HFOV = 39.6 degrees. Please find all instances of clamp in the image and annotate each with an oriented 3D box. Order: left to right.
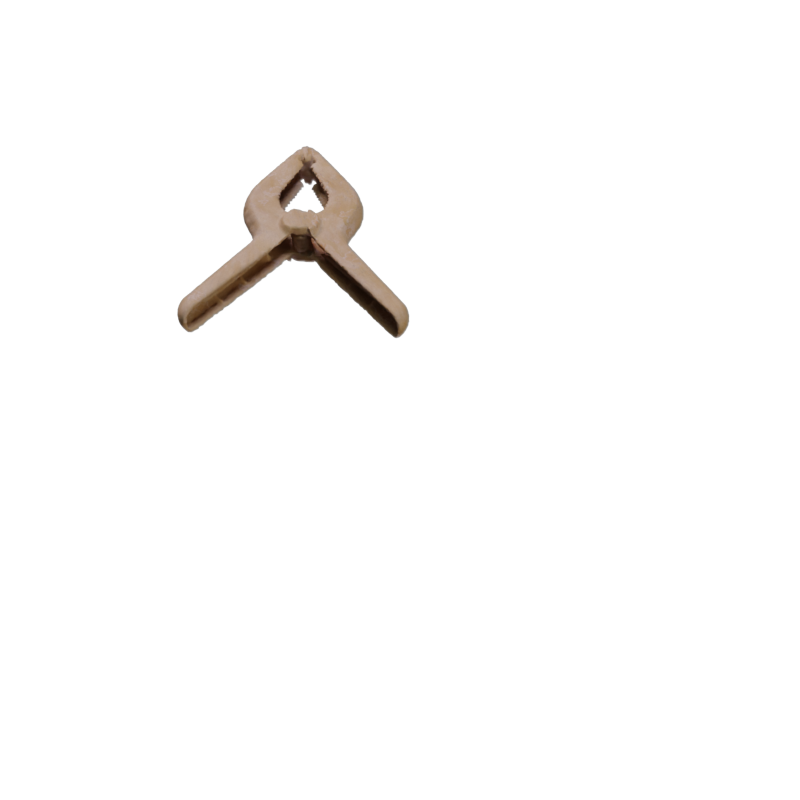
[{"bbox_3d":[-0.067,-0.122,0.853,0.166,0.034,0.223,6,45,6],"label":"clamp"}]
